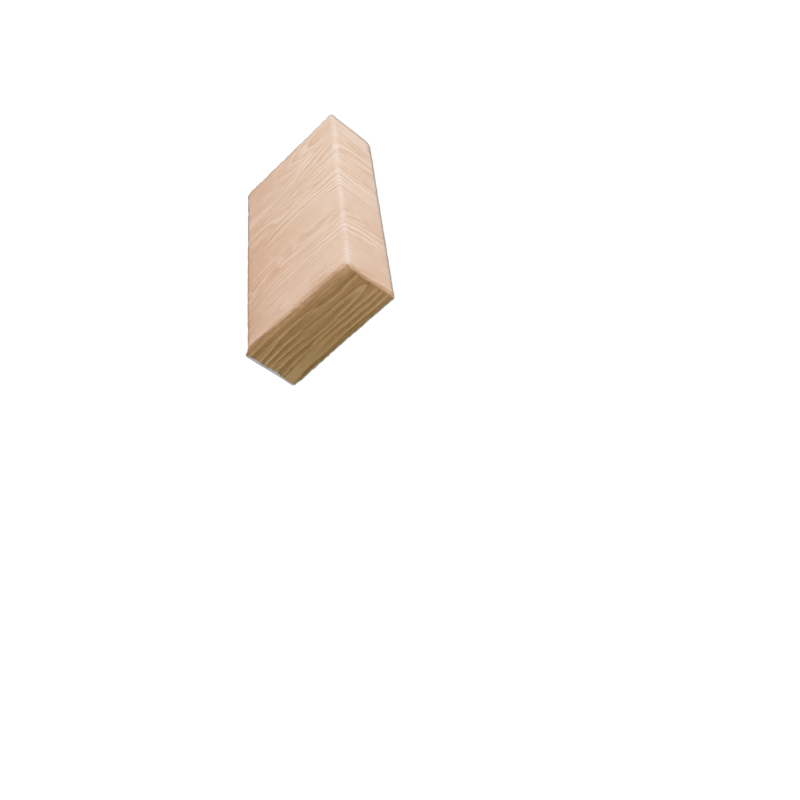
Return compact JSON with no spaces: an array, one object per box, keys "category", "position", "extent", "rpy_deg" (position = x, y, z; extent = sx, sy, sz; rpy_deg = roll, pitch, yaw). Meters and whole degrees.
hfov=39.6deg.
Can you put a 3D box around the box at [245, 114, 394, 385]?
[{"category":"box","position":[-0.056,-0.102,0.717],"extent":[0.045,0.189,0.092],"rpy_deg":[36,-61,-28]}]
